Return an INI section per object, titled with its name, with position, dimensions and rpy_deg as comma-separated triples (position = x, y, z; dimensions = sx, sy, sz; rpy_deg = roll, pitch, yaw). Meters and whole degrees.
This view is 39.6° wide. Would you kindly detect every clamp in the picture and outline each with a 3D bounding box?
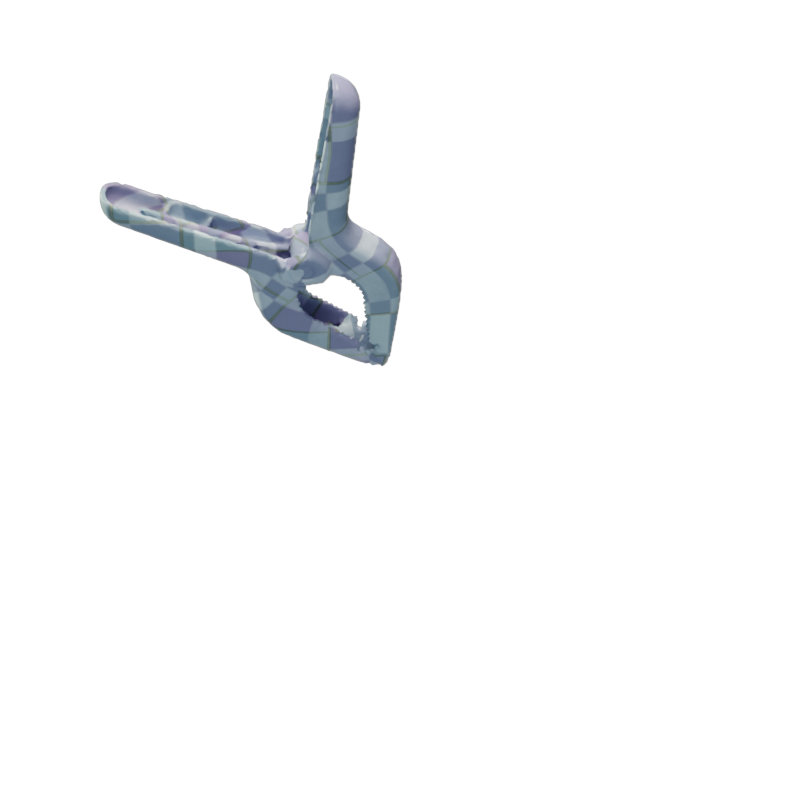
[clamp]
position = -0.052, -0.095, 0.665
dimensions = 0.165, 0.039, 0.195
rpy_deg = -26, -49, 24
